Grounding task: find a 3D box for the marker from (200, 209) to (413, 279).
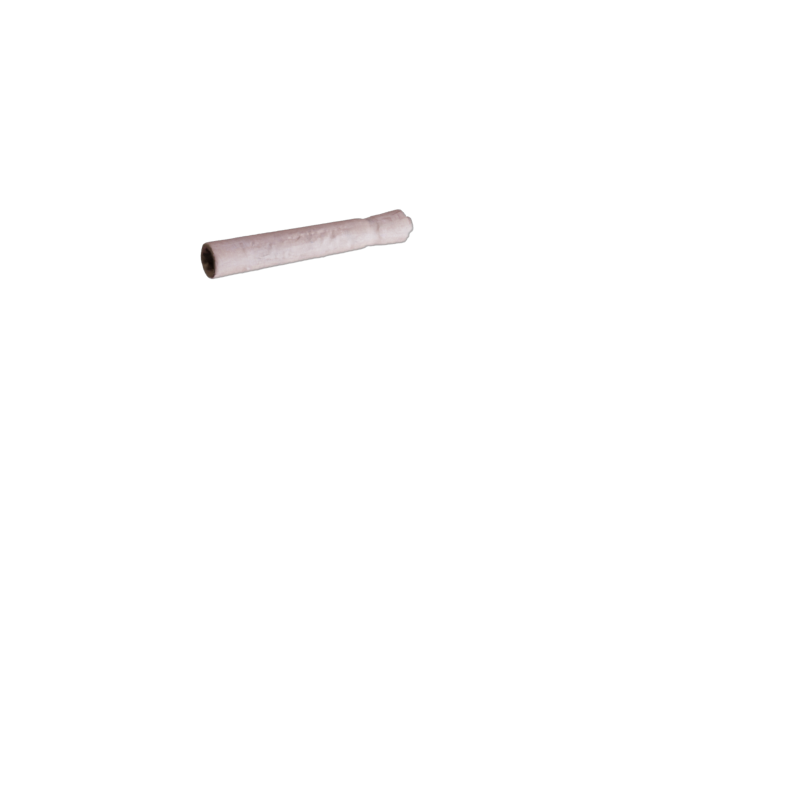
[{"bbox_3d":[-0.045,-0.083,0.580,0.119,0.019,0.020,-15,11,-28],"label":"marker"}]
